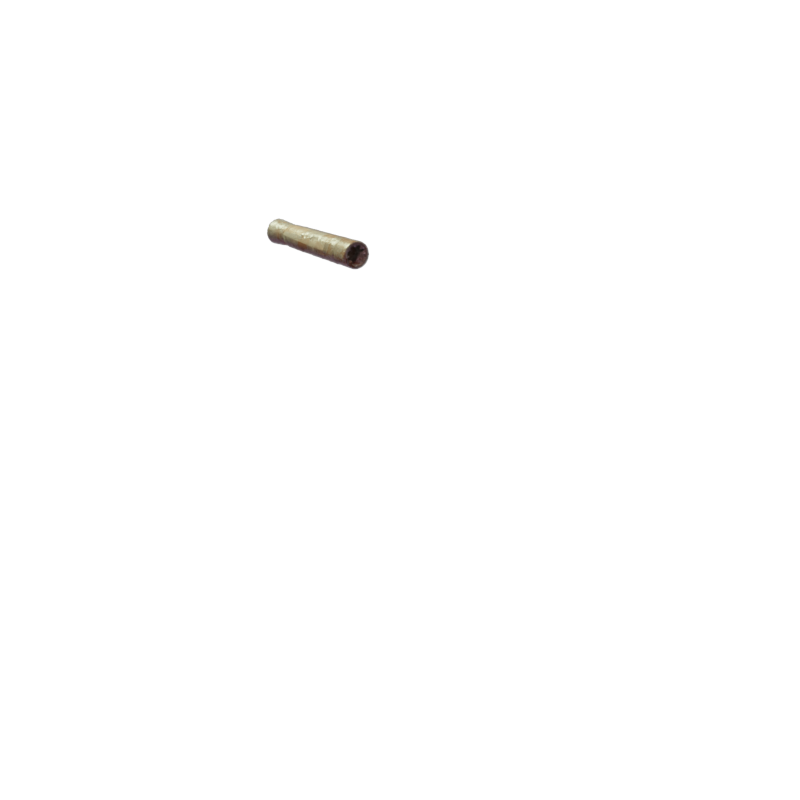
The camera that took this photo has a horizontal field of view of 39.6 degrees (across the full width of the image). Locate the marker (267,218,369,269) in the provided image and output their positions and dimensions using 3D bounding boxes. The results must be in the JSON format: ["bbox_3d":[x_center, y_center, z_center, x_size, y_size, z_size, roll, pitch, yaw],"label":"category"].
[{"bbox_3d":[-0.060,-0.110,0.770,0.019,0.019,0.128,-2,16,-31],"label":"marker"}]
